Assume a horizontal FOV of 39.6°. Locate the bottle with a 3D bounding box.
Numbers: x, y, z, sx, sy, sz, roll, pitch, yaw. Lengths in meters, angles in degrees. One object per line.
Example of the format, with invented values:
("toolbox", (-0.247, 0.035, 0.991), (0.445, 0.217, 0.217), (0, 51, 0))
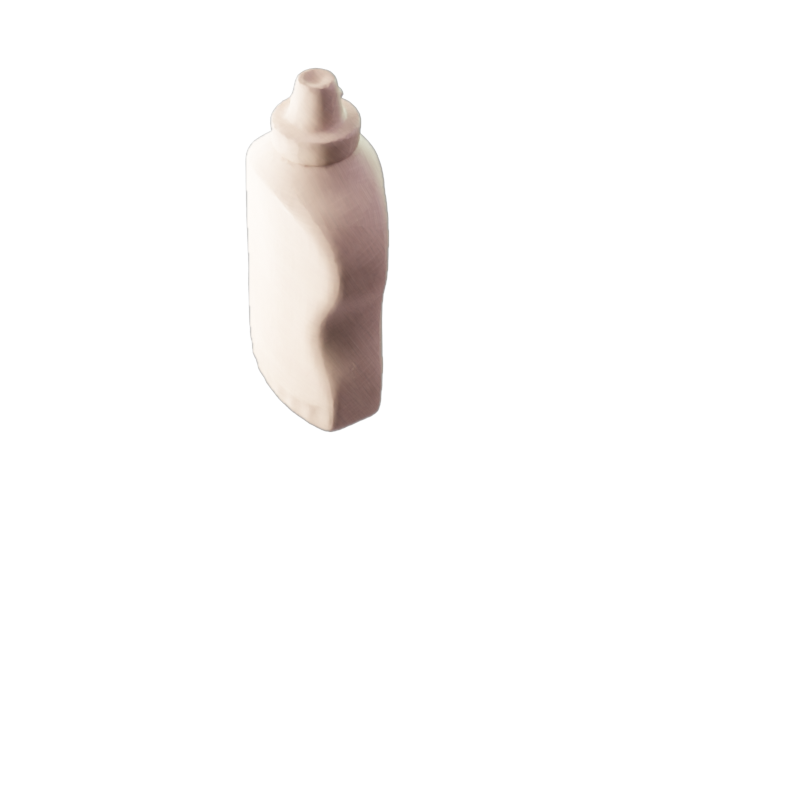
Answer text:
("bottle", (-0.042, -0.078, 0.546), (0.058, 0.179, 0.104), (-19, 50, -21))
